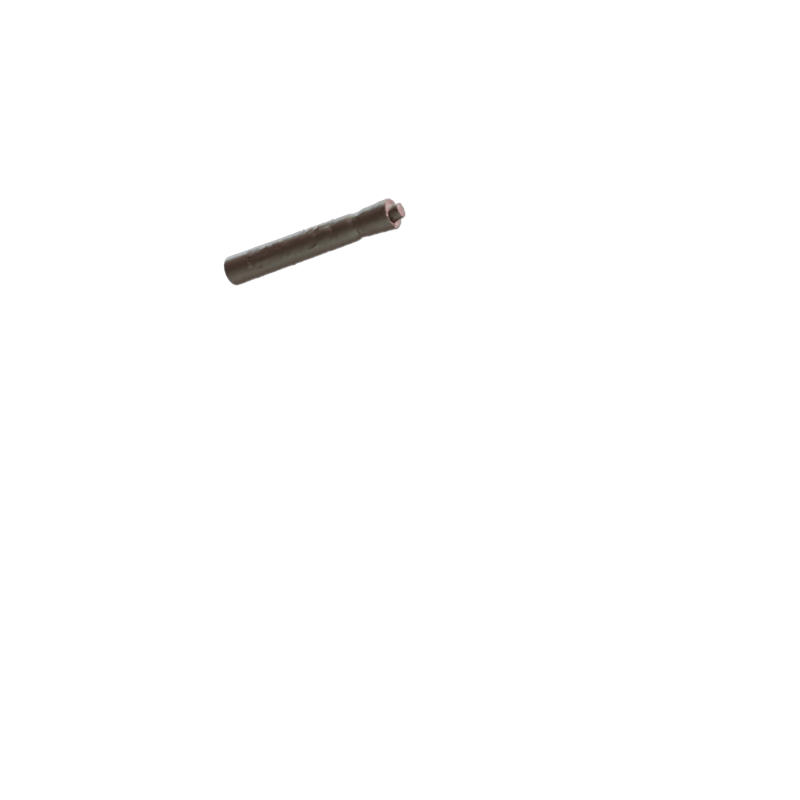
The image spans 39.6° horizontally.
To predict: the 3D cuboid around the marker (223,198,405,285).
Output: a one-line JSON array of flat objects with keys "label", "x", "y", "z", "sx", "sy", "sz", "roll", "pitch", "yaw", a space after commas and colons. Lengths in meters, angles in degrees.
[{"label": "marker", "x": -0.052, "y": -0.095, "z": 0.662, "sx": 0.122, "sy": 0.020, "sz": 0.019, "roll": -16, "pitch": -3, "yaw": 27}]
